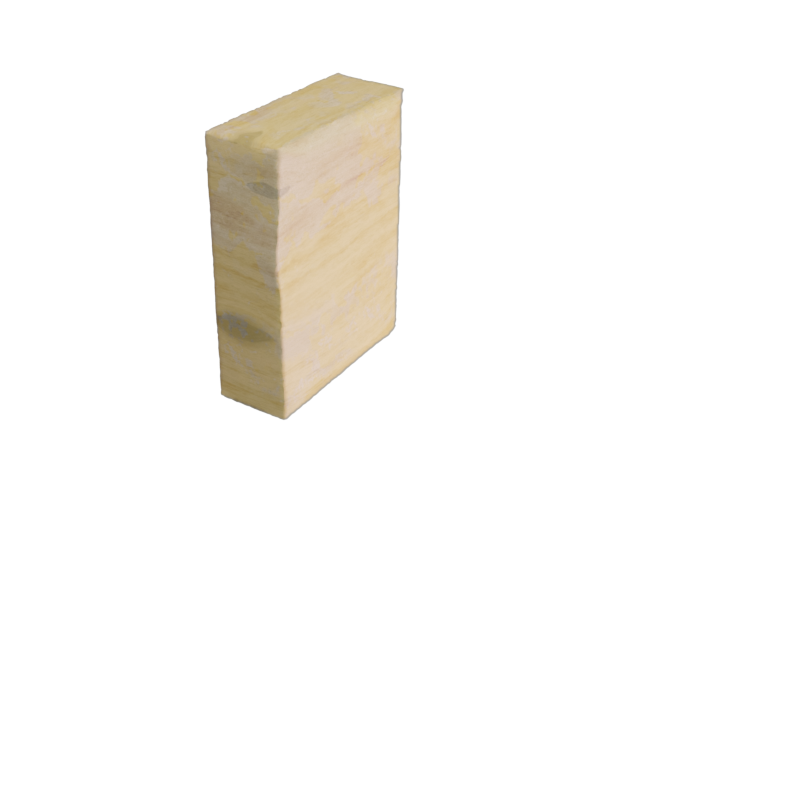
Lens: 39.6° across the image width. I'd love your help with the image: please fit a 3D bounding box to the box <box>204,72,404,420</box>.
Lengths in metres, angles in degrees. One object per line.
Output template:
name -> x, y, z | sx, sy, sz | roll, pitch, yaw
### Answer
box -> -0.065, -0.119, 0.834 | 0.075, 0.202, 0.166 | 17, 33, 26
